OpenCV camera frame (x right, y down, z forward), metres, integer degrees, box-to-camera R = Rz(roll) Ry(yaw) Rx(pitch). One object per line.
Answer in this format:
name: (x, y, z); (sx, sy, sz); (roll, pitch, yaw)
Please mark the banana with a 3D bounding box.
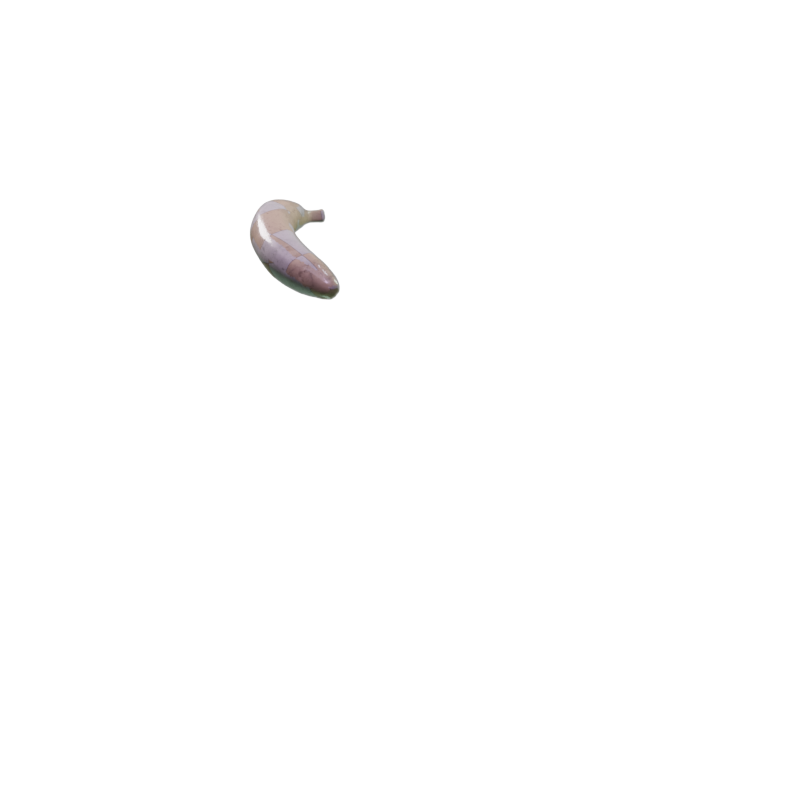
banana: (-0.092, -0.134, 0.933); (0.069, 0.035, 0.210); (-2, 28, -6)
